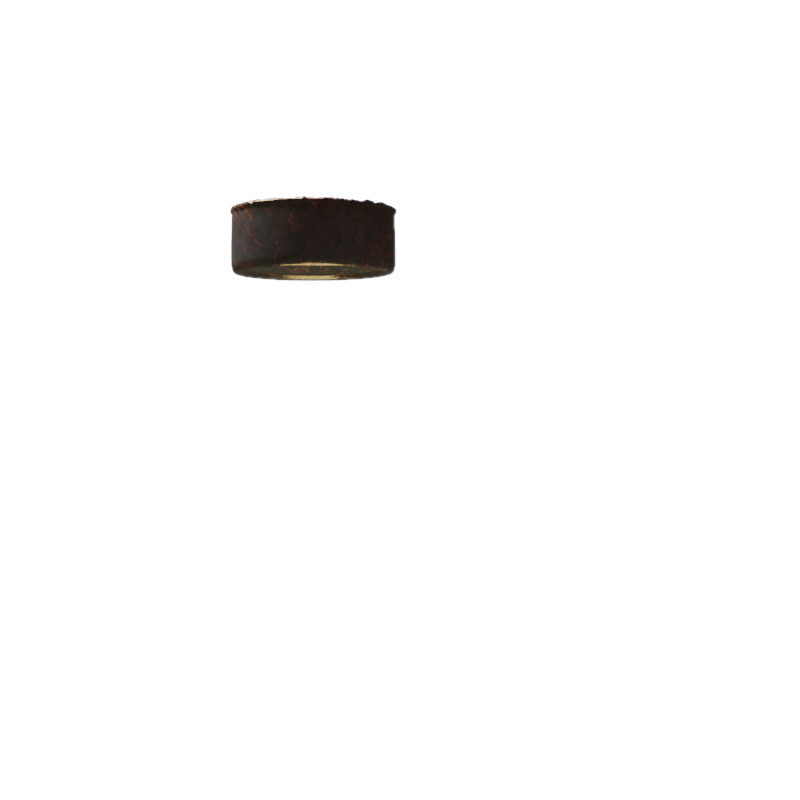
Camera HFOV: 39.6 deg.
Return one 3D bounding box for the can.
[{"bbox_3d":[-0.045,-0.082,0.572,0.086,0.034,0.085,0,0,-2],"label":"can"}]
